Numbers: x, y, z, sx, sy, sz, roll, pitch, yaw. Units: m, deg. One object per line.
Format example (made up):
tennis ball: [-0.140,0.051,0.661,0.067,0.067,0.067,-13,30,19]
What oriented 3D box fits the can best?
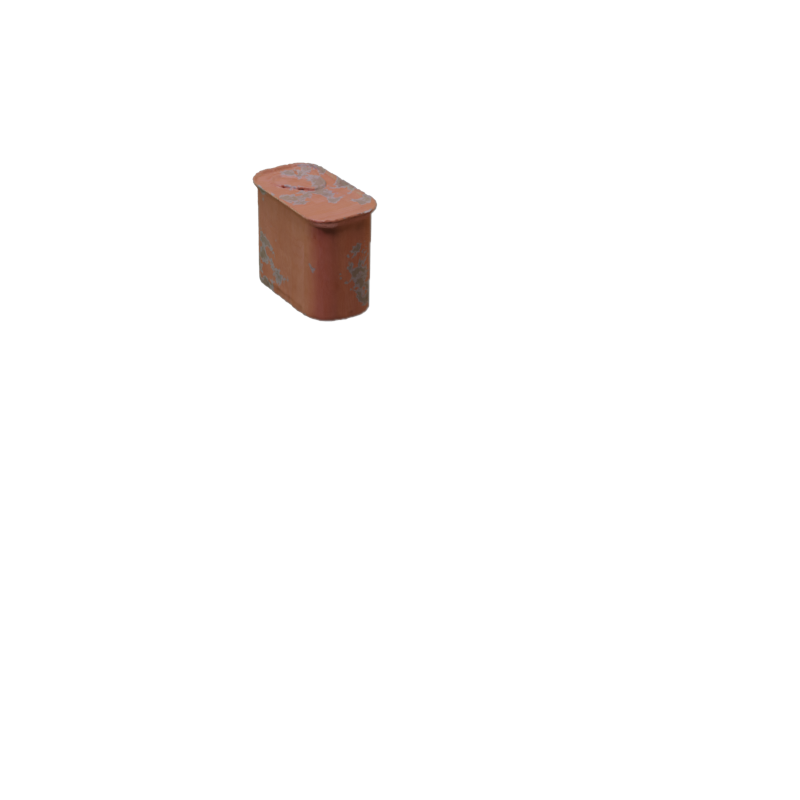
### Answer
can: [-0.063,-0.115,0.805,0.057,0.079,0.110,-18,36,-30]
